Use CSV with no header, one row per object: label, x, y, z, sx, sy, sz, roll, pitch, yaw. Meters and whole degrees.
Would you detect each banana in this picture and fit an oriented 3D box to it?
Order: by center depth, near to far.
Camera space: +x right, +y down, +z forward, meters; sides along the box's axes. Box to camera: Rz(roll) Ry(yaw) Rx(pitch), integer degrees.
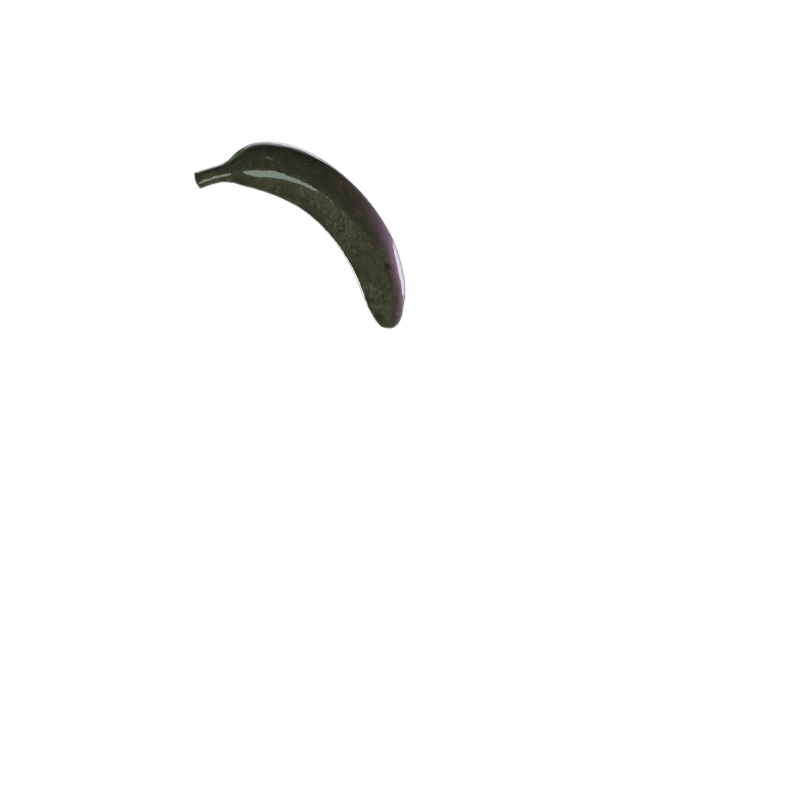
banana,-0.052,-0.126,0.790,0.187,0.039,0.069,37,-61,-25
